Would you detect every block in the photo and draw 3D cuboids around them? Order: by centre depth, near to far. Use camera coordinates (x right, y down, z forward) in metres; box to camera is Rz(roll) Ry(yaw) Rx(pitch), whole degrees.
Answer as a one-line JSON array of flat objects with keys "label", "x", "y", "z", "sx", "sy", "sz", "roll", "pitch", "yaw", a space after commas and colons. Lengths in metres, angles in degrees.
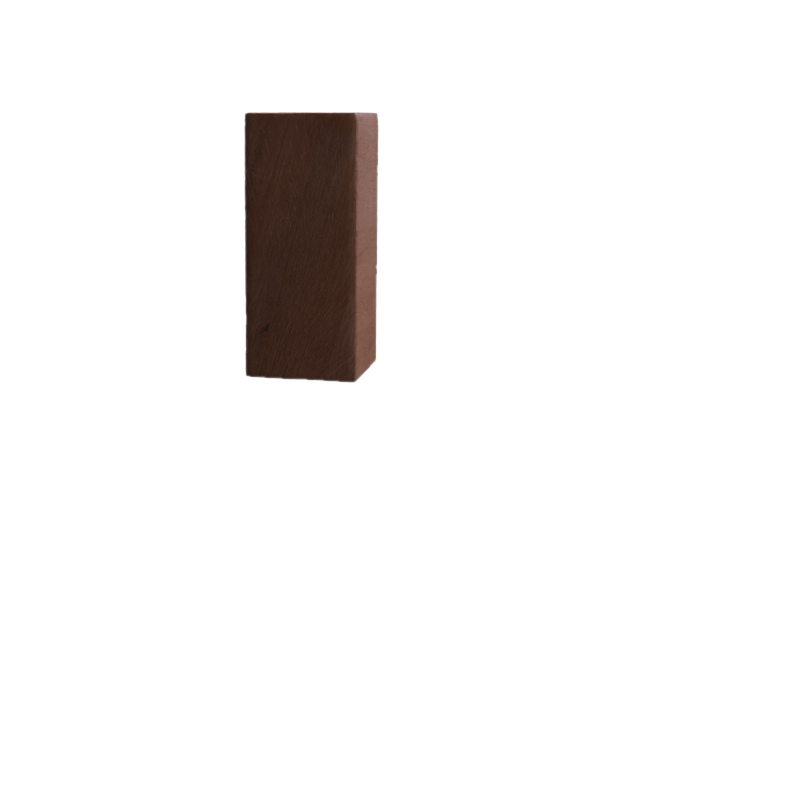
[{"label": "block", "x": -0.069, "y": -0.127, "z": 0.887, "sx": 0.092, "sy": 0.203, "sz": 0.091, "roll": 2, "pitch": 7, "yaw": 12}]
